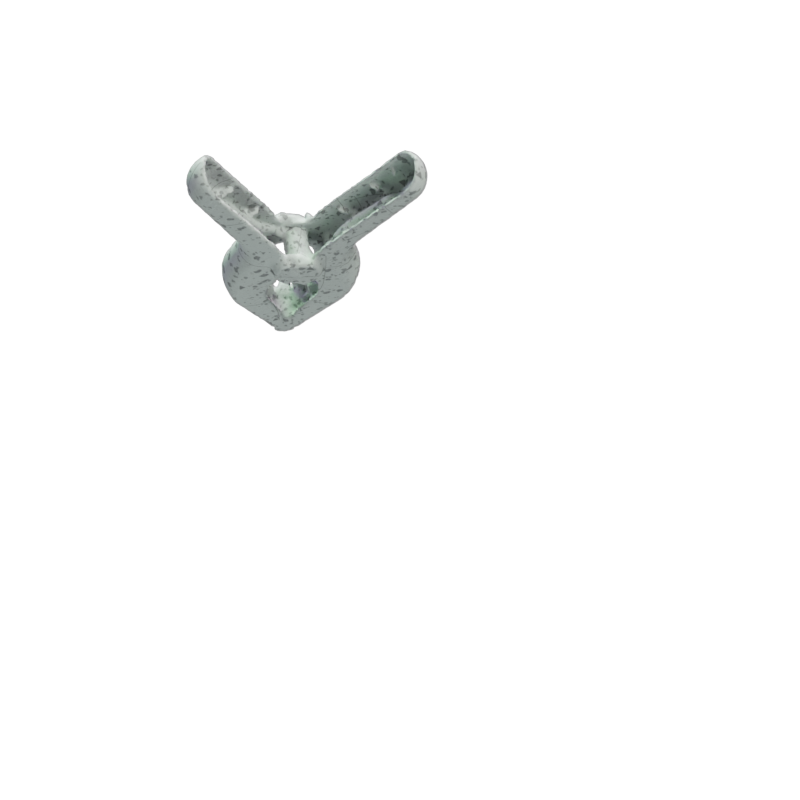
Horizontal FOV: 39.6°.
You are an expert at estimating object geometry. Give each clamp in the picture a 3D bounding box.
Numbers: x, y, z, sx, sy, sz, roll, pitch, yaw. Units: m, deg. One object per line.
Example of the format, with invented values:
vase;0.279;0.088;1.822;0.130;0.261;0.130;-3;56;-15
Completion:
clamp;-0.048;-0.087;0.613;0.120;0.041;0.163;0;-20;-1
